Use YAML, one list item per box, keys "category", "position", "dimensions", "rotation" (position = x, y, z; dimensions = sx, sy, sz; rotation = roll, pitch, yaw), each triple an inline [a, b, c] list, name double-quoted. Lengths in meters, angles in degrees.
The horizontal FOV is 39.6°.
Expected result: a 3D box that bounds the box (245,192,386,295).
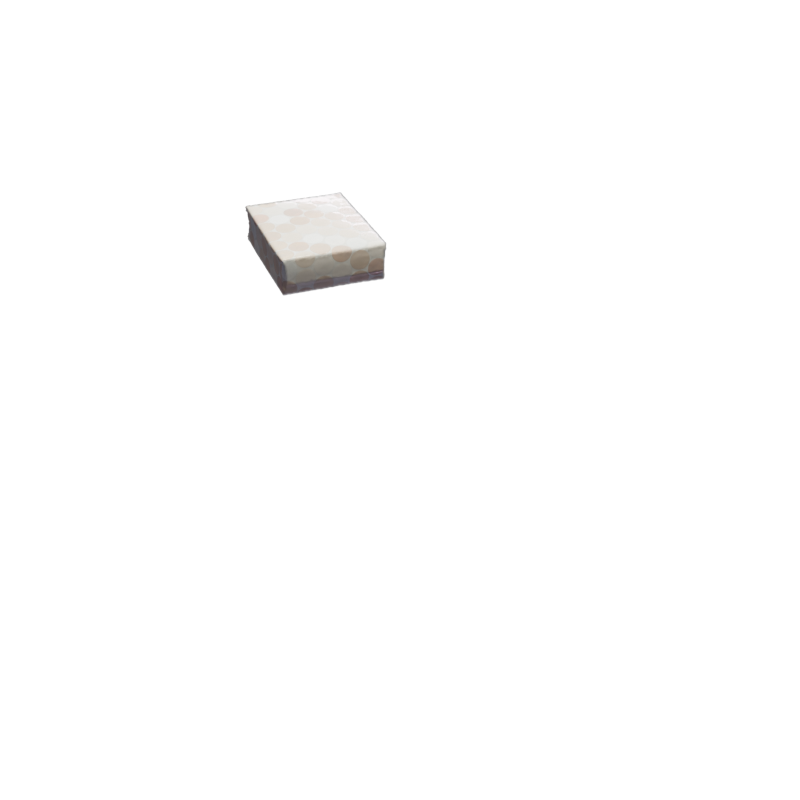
- category: "box"
  position: [-0.073, -0.134, 0.938]
  dimensions: [0.088, 0.037, 0.122]
  rotation: [-11, 32, -18]
